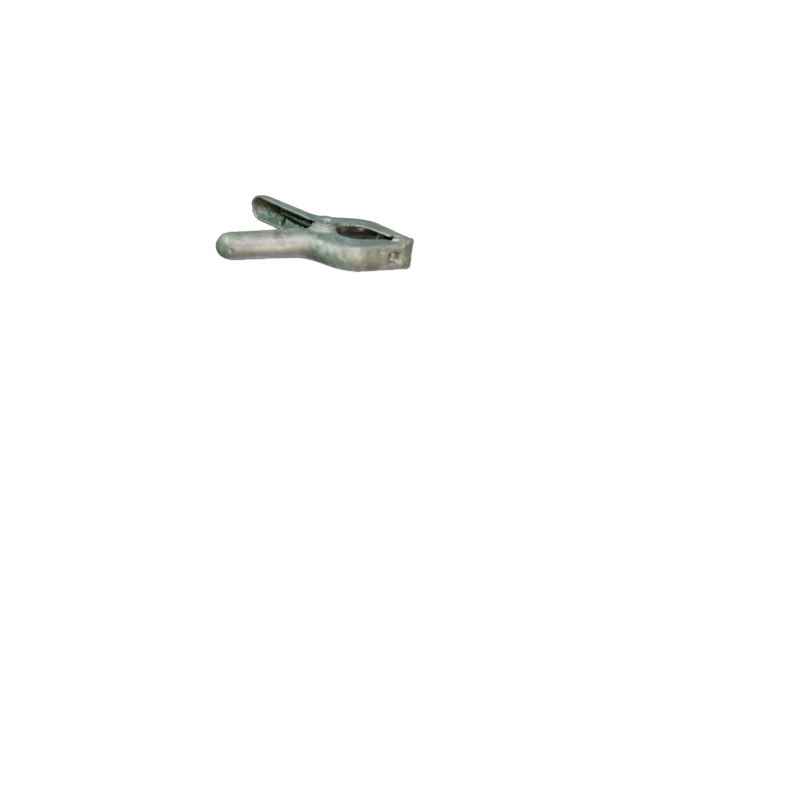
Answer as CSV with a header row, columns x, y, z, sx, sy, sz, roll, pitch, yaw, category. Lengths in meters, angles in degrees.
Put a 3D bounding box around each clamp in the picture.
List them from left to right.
x,y,z,sx,sy,sz,roll,pitch,yaw,category
-0.078,-0.142,0.992,0.177,0.037,0.124,13,35,18,clamp
